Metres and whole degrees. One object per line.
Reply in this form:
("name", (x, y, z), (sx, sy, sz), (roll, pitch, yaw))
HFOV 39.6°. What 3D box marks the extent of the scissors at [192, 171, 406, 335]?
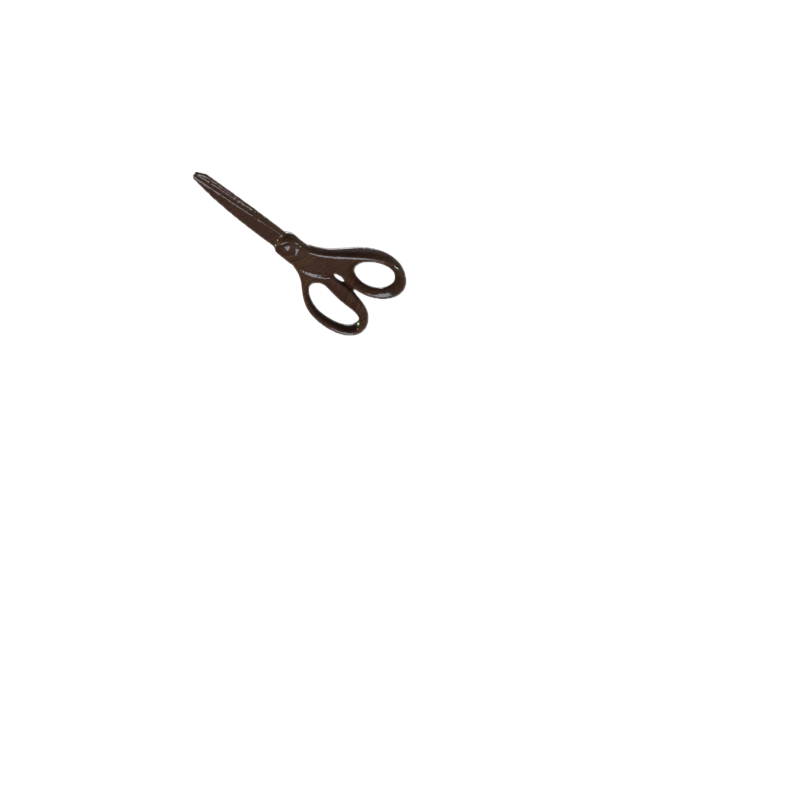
("scissors", (-0.068, -0.125, 0.873), (0.097, 0.017, 0.187), (-22, -52, 19))
